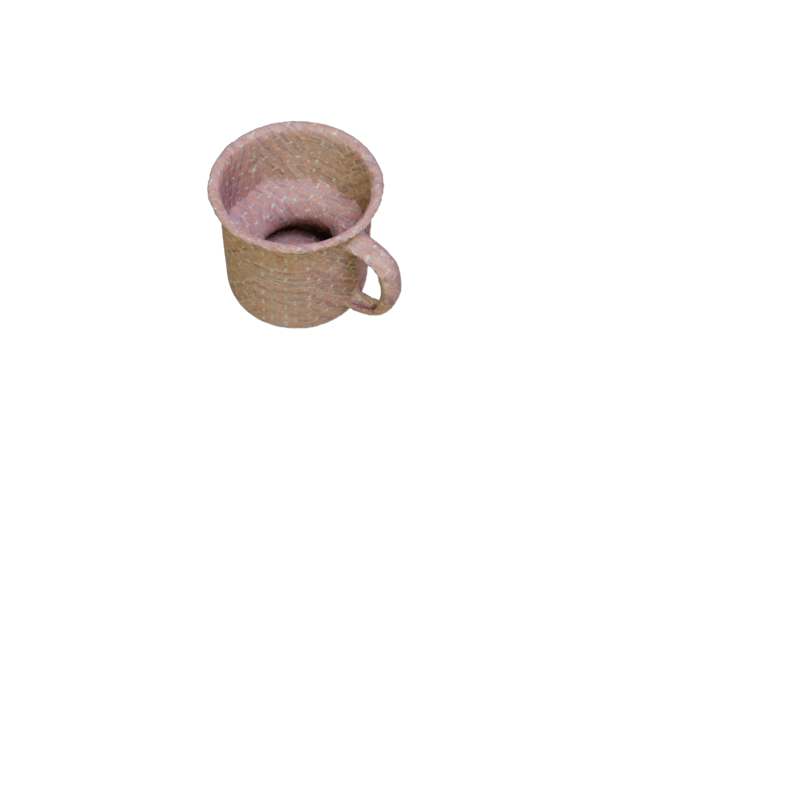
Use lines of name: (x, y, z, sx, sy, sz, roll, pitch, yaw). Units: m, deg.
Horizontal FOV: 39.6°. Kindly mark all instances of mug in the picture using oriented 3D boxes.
mug: (-0.048, -0.087, 0.610, 0.123, 0.095, 0.076, 33, -30, 20)
